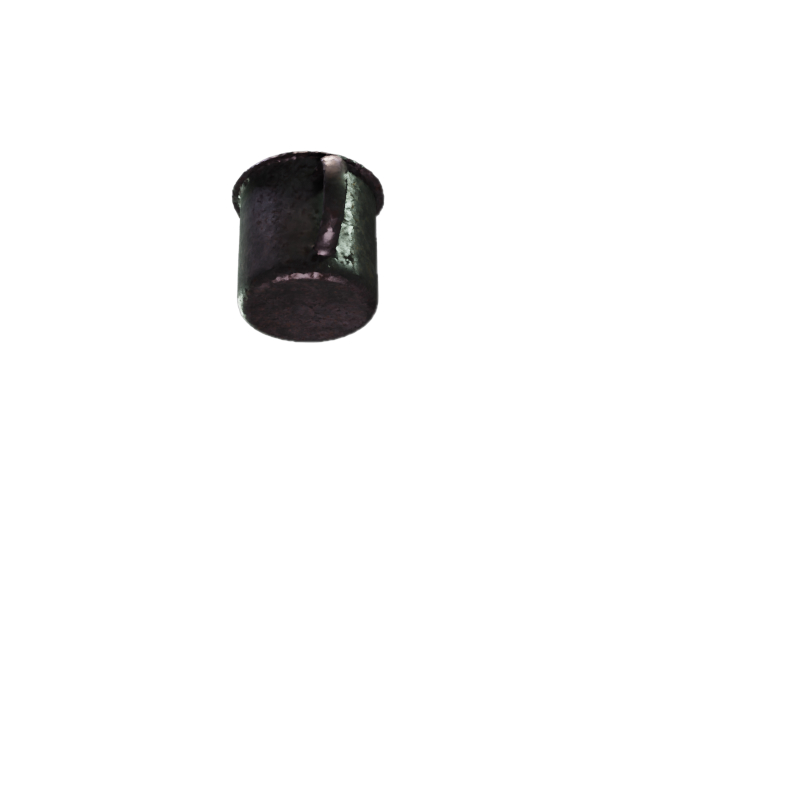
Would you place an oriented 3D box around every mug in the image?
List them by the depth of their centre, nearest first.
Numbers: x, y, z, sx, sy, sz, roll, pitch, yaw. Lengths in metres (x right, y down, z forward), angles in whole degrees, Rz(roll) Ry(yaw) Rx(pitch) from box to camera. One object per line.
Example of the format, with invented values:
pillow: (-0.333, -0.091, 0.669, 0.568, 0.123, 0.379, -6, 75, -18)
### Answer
mug: (-0.050, -0.092, 0.644, 0.091, 0.087, 0.113, 9, -31, -16)
